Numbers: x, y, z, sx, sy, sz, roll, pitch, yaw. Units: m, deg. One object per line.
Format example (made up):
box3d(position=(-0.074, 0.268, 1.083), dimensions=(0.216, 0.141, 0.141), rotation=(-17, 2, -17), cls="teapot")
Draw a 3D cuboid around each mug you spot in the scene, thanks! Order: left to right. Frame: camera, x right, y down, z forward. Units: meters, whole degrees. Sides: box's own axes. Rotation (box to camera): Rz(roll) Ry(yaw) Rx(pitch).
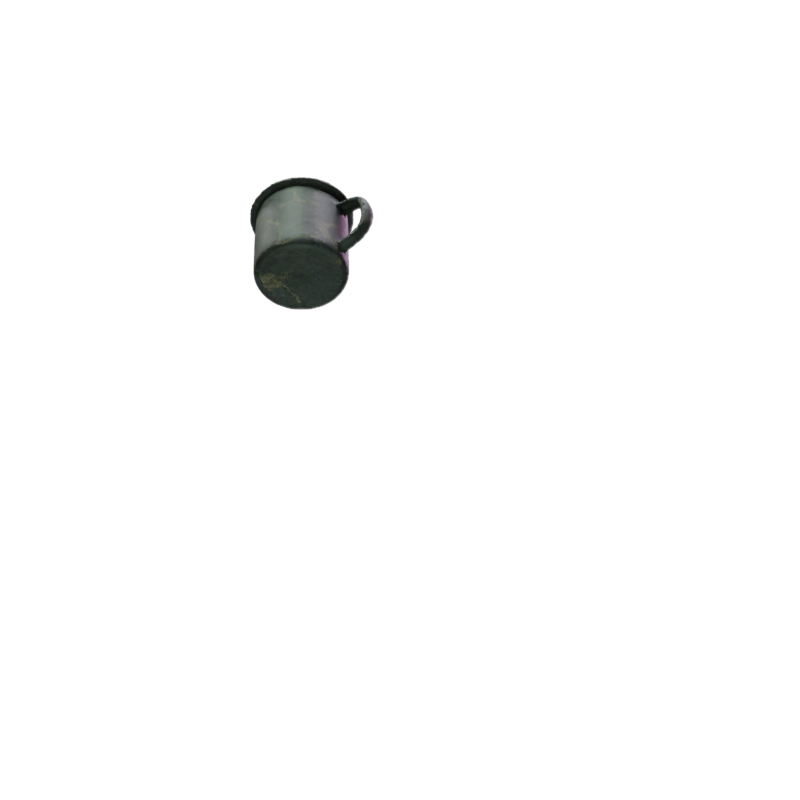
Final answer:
box3d(position=(-0.075, -0.137, 0.960), dimensions=(0.118, 0.087, 0.086), rotation=(-22, -49, 19), cls="mug")
